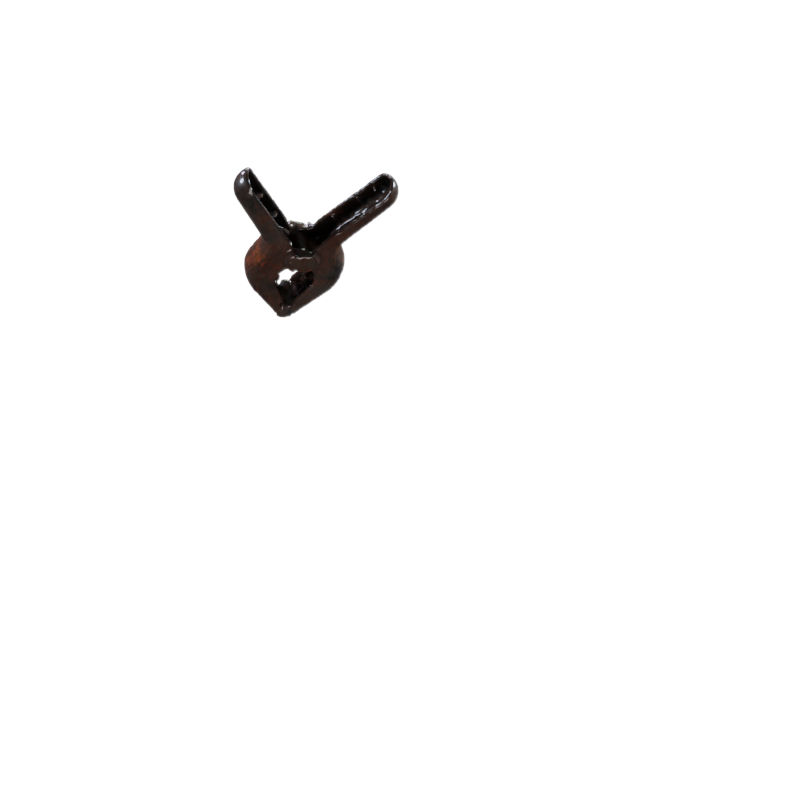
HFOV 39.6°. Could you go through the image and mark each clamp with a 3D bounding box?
[{"bbox_3d":[-0.067,-0.122,0.856,0.119,0.042,0.162,2,-28,-5],"label":"clamp"}]
